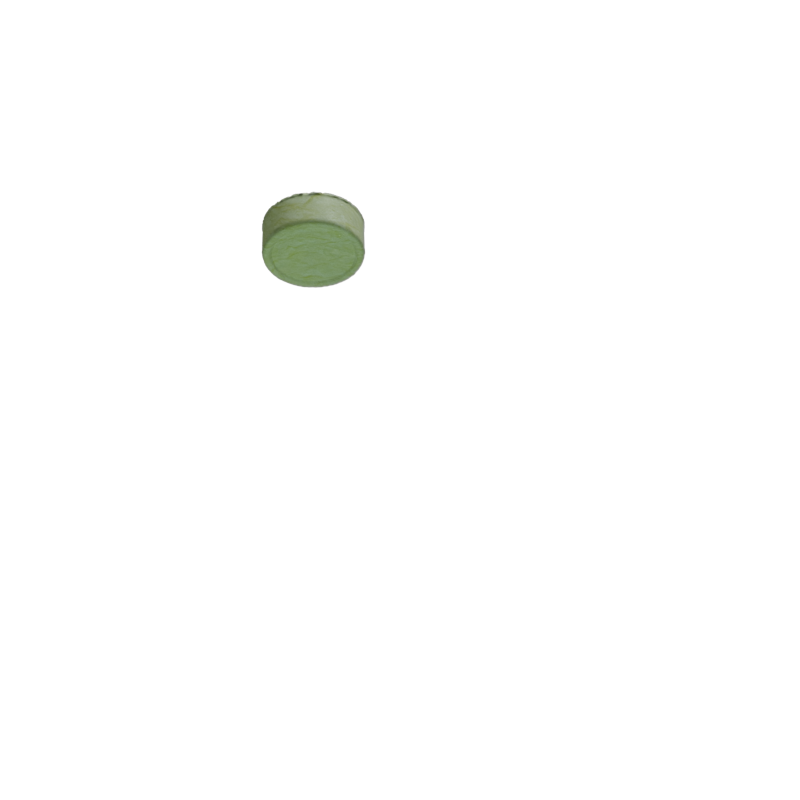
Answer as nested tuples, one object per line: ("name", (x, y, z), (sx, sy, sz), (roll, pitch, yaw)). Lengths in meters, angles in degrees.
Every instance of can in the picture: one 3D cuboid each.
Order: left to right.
("can", (-0.072, -0.130, 0.914), (0.086, 0.036, 0.080), (1, -36, -2))
